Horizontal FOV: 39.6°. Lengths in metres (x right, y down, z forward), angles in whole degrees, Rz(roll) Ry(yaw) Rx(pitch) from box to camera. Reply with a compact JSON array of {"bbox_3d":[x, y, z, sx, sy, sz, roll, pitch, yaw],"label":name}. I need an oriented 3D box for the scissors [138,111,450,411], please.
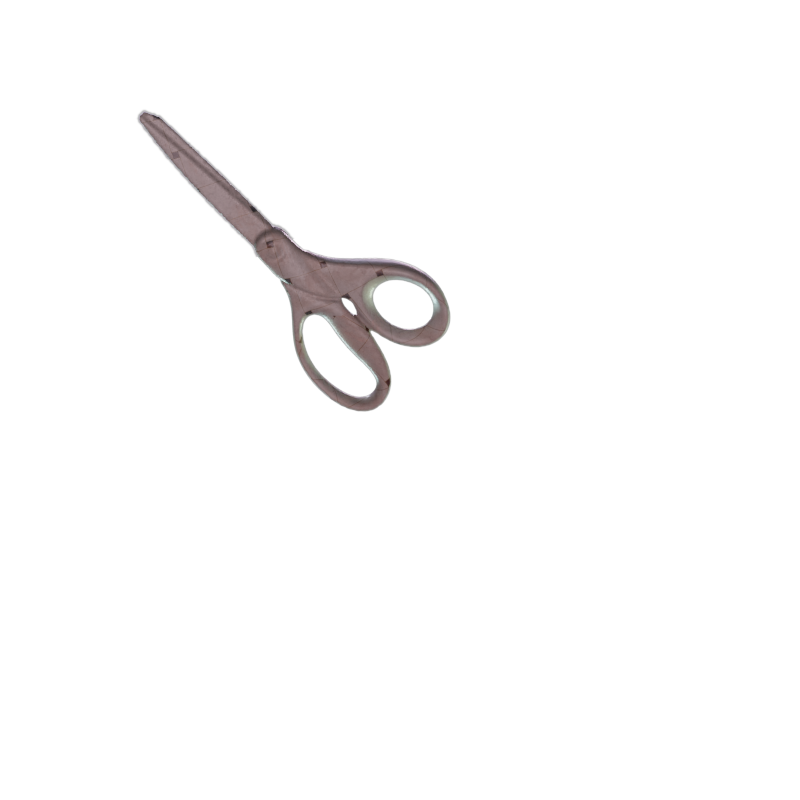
[{"bbox_3d":[-0.046,-0.083,0.582,0.096,0.192,0.016,-26,18,9],"label":"scissors"}]
